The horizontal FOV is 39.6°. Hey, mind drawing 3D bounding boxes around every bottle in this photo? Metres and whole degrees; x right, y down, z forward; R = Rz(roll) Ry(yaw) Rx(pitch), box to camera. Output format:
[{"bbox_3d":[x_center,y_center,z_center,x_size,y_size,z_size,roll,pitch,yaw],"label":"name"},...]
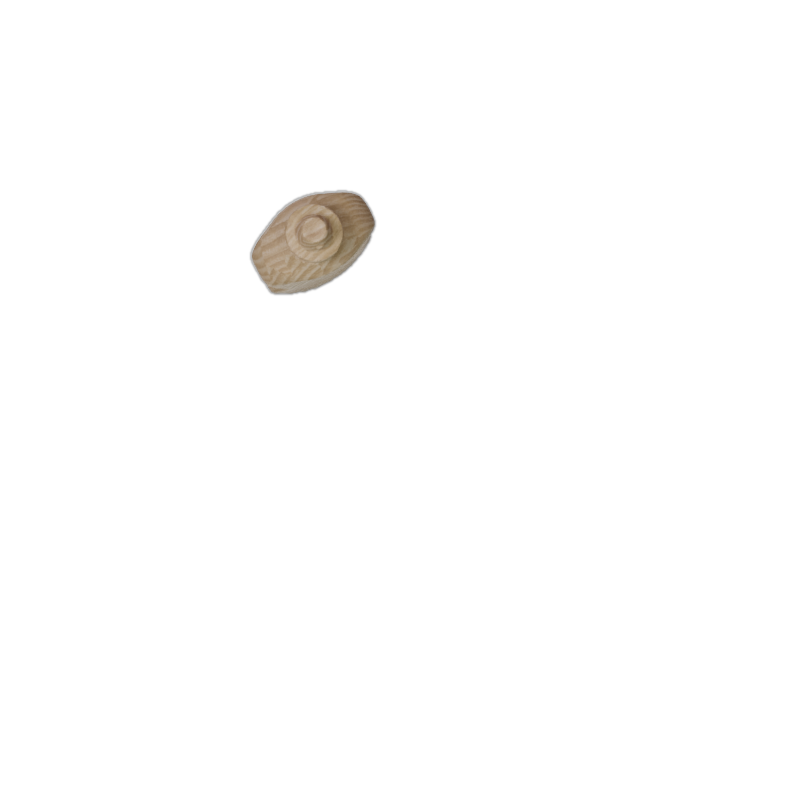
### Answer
[{"bbox_3d":[-0.066,-0.120,0.841,0.096,0.058,0.191,-27,4,-3],"label":"bottle"}]
